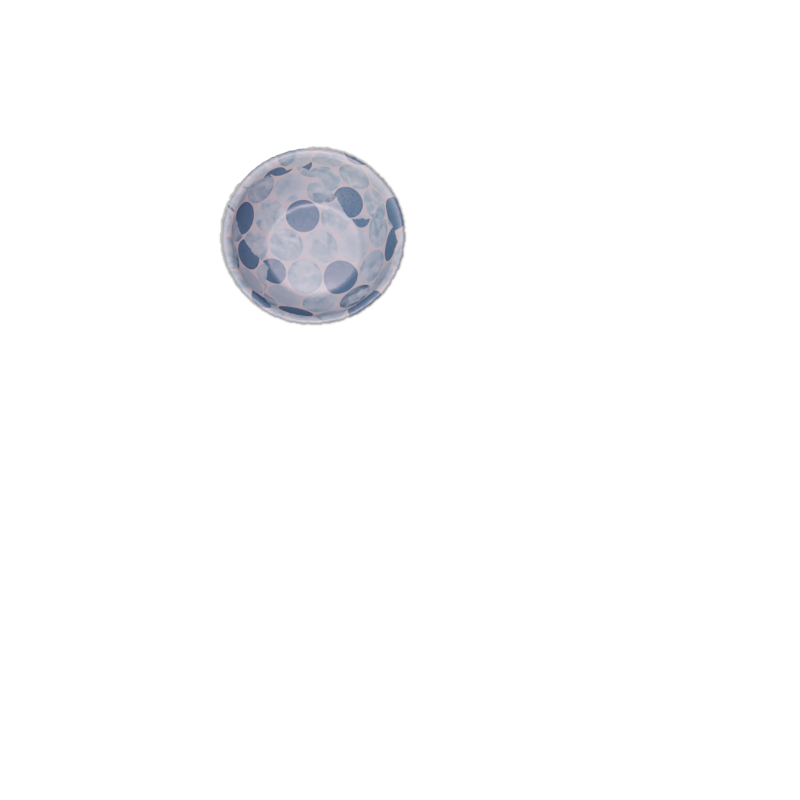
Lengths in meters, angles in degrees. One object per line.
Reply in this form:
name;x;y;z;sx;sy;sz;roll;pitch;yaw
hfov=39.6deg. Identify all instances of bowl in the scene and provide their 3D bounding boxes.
bowl;-0.078;-0.143;0.999;0.162;0.168;0.053;0;-14;-1
